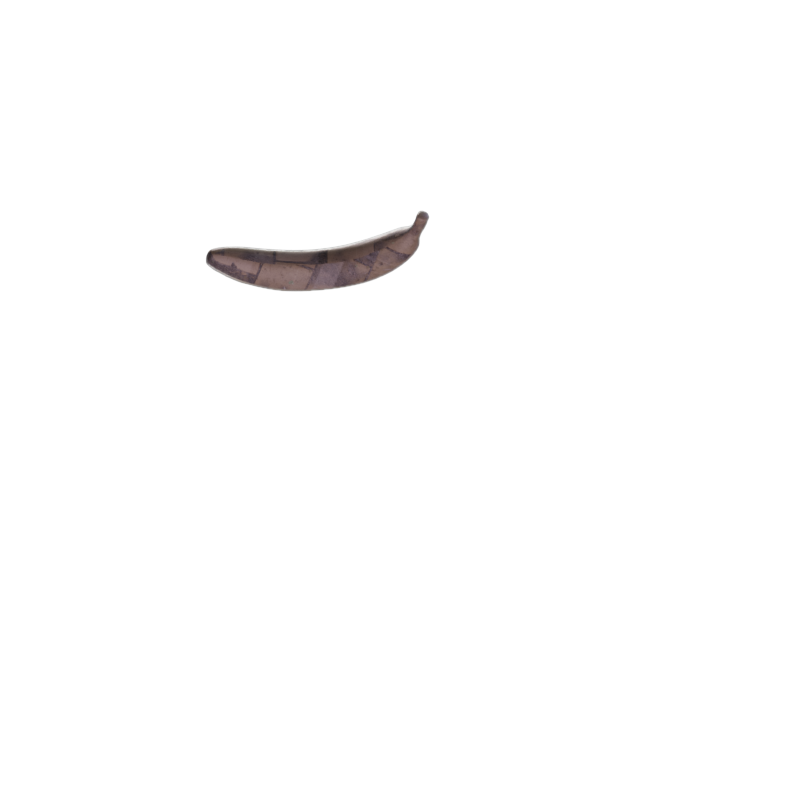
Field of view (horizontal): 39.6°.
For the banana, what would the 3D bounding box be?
[{"bbox_3d":[-0.067,-0.125,0.970,0.199,0.064,0.039,-10,41,9],"label":"banana"}]
